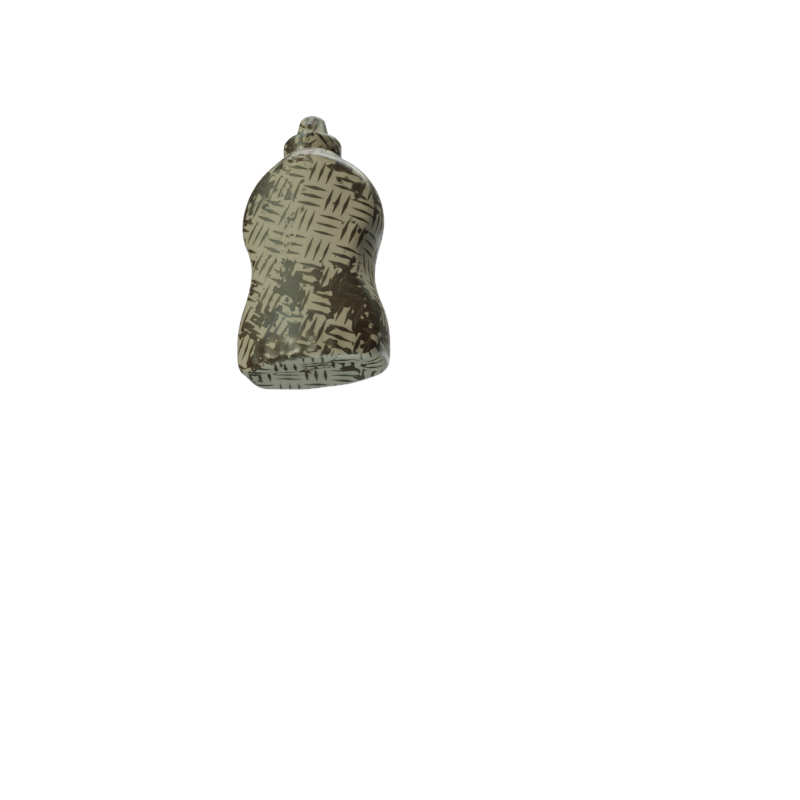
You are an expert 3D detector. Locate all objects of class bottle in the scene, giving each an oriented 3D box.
[{"bbox_3d":[-0.058,-0.107,0.745,0.097,0.203,0.054,-10,-27,16],"label":"bottle"}]
